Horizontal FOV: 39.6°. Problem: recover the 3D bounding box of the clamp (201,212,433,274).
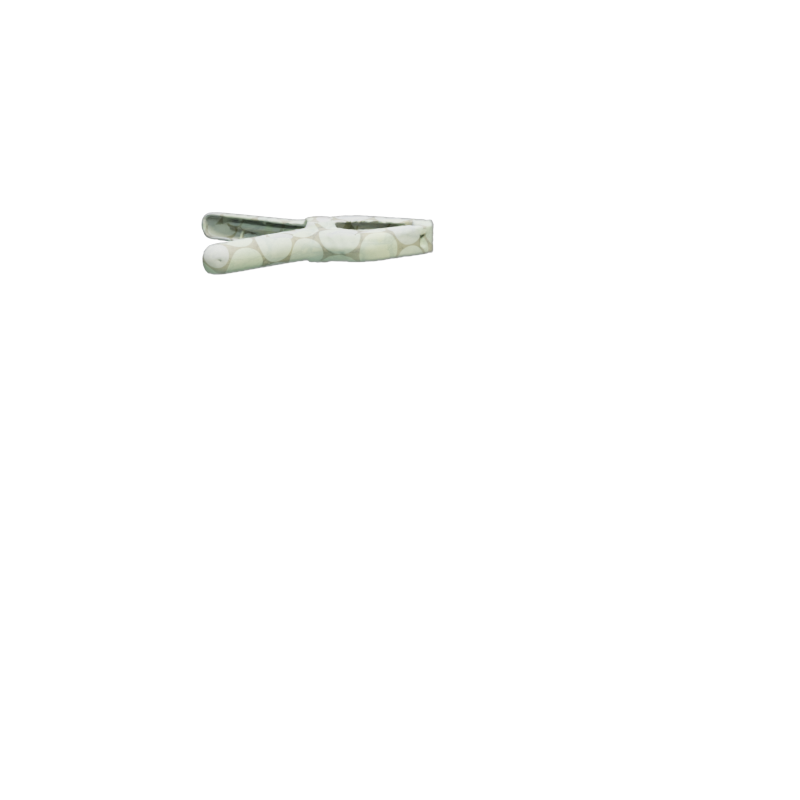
[{"bbox_3d":[-0.075,-0.136,0.956,0.210,0.035,0.171,0,20,-1],"label":"clamp"}]
